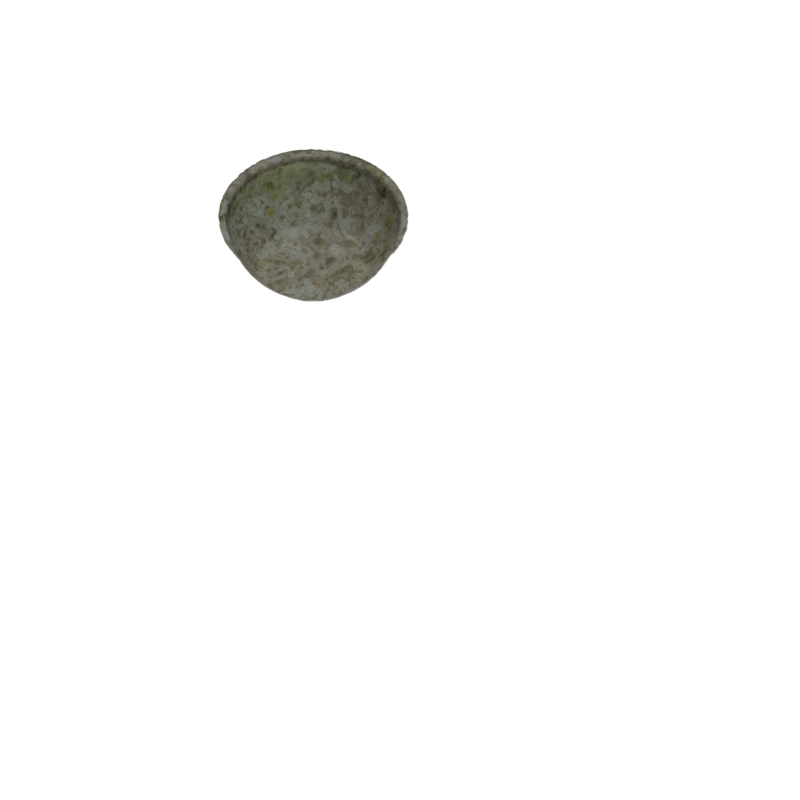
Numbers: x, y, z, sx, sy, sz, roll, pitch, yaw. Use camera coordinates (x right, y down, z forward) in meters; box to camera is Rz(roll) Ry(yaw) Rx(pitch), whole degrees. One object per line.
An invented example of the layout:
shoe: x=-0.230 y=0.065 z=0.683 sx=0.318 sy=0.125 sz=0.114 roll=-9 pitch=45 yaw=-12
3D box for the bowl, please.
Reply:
bowl: x=-0.073 y=-0.132 z=0.926 sx=0.162 sy=0.059 sz=0.151 roll=1 pitch=-40 yaw=-1
